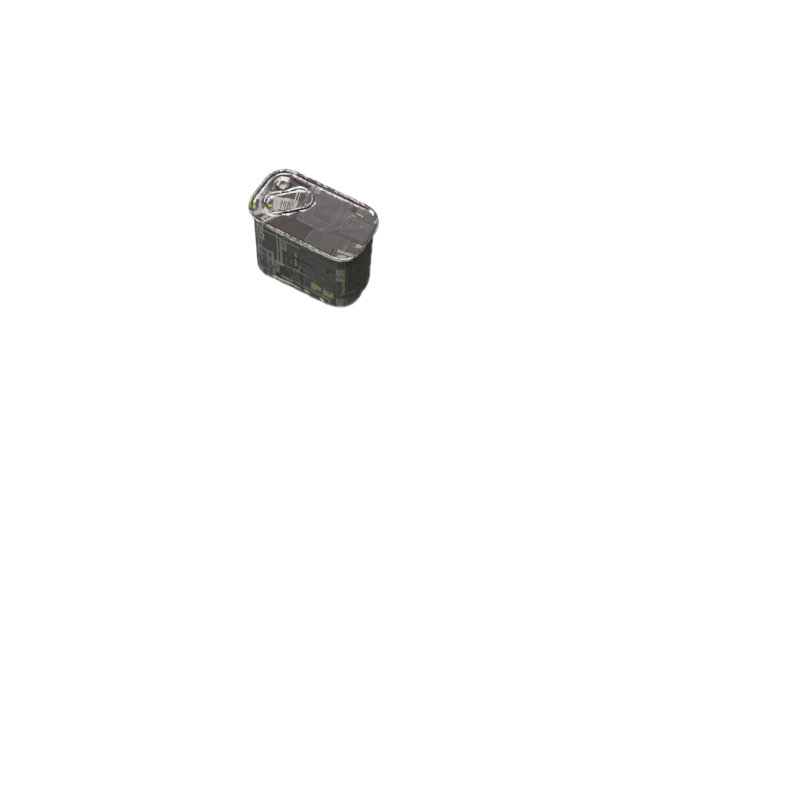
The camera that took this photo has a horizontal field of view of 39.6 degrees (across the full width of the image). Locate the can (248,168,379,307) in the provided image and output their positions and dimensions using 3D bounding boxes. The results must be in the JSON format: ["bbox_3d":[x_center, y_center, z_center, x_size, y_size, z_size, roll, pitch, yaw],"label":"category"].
[{"bbox_3d":[-0.071,-0.129,0.903,0.105,0.059,0.079,27,-27,13],"label":"can"}]
